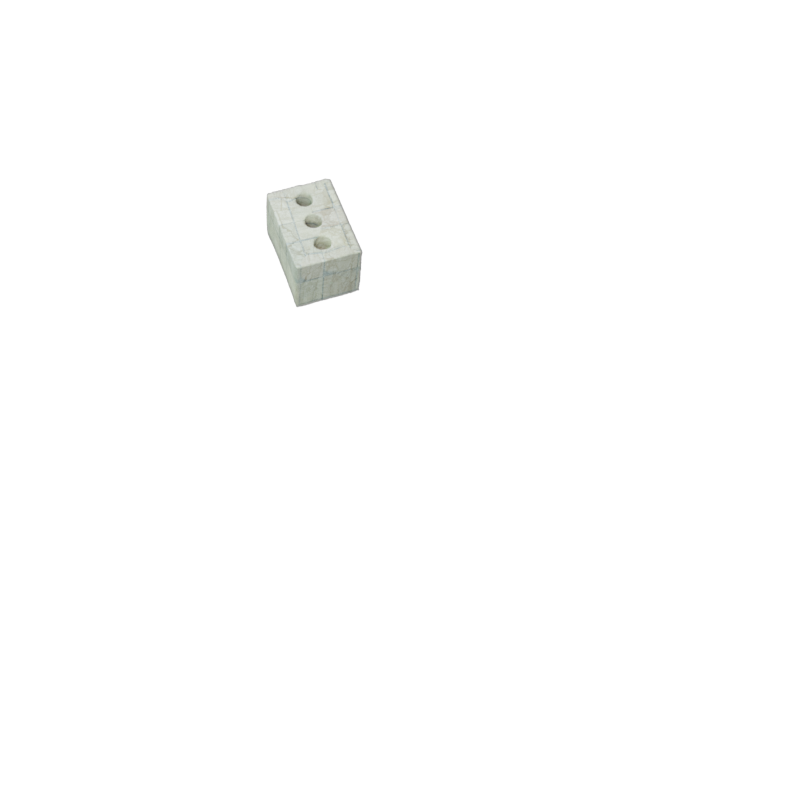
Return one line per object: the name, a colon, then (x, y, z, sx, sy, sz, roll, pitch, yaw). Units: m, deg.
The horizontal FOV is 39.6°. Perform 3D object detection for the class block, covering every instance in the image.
block: (-0.066, -0.120, 0.841, 0.052, 0.084, 0.048, -16, -33, -13)
